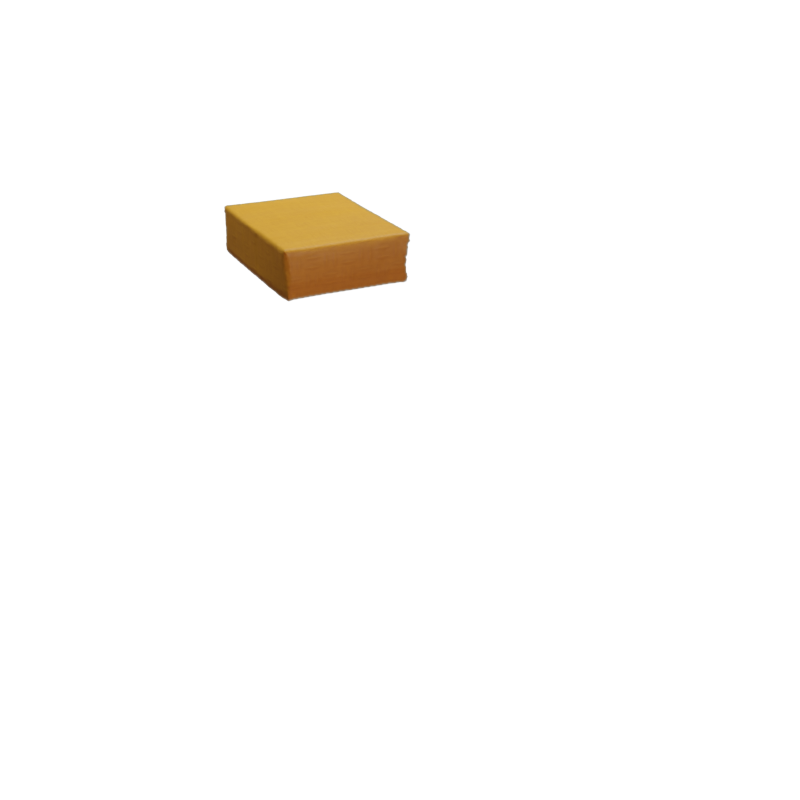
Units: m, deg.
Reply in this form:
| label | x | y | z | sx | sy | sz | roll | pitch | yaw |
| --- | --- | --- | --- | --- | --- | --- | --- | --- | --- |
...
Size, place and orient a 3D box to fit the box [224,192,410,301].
| label | x | y | z | sx | sy | sz | roll | pitch | yaw |
| --- | --- | --- | --- | --- | --- | --- | --- | --- | --- |
| box | -0.059 | -0.107 | 0.751 | 0.088 | 0.037 | 0.122 | -12 | 29 | -24 |
